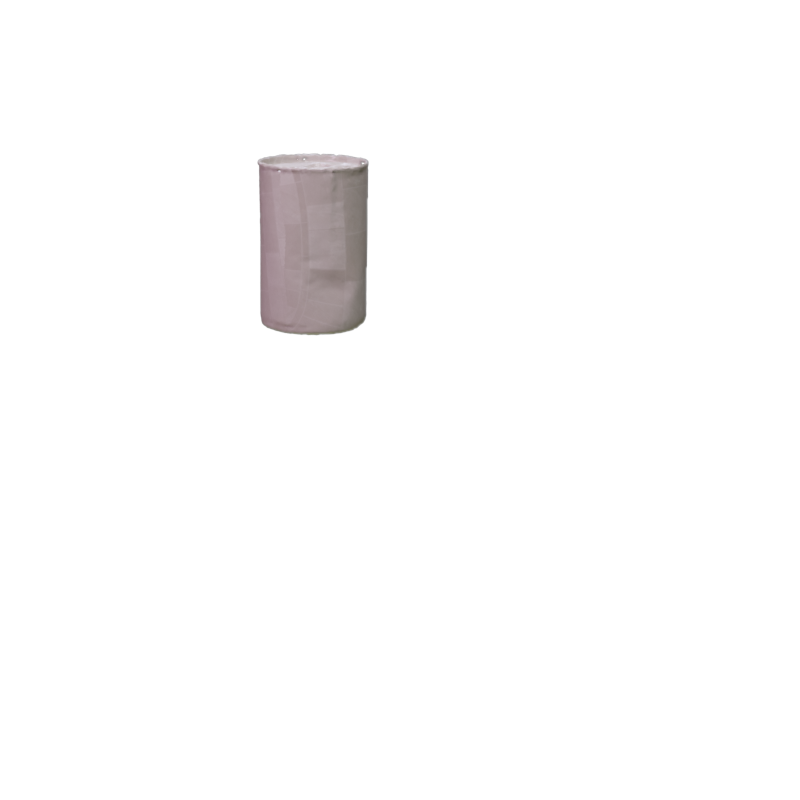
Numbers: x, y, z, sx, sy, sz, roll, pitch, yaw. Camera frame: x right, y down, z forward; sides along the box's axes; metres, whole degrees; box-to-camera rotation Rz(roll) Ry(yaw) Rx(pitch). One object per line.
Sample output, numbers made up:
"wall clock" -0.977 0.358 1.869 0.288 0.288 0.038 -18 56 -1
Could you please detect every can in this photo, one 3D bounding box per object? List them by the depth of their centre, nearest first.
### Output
"can" -0.054 -0.098 0.686 0.068 0.099 0.071 0 14 -2
